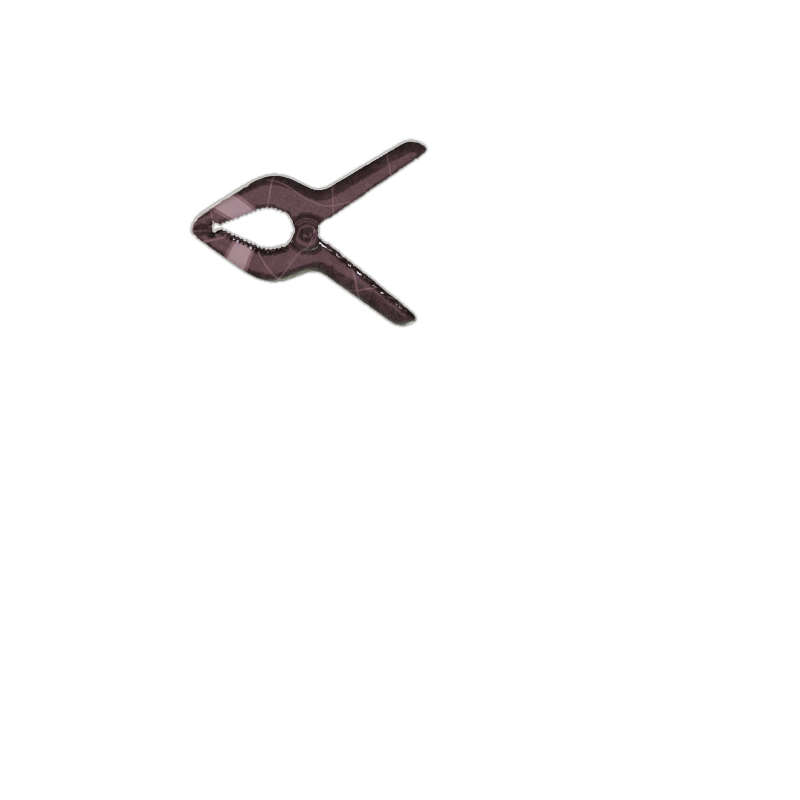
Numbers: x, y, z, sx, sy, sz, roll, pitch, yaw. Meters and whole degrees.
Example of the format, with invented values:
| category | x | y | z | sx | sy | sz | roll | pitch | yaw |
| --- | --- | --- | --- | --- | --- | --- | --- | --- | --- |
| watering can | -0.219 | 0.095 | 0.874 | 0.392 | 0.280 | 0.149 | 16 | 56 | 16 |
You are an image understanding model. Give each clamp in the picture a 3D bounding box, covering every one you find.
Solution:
| category | x | y | z | sx | sy | sz | roll | pitch | yaw |
| --- | --- | --- | --- | --- | --- | --- | --- | --- | --- |
| clamp | -0.077 | -0.140 | 0.979 | 0.210 | 0.161 | 0.037 | -4 | 10 | 1 |
